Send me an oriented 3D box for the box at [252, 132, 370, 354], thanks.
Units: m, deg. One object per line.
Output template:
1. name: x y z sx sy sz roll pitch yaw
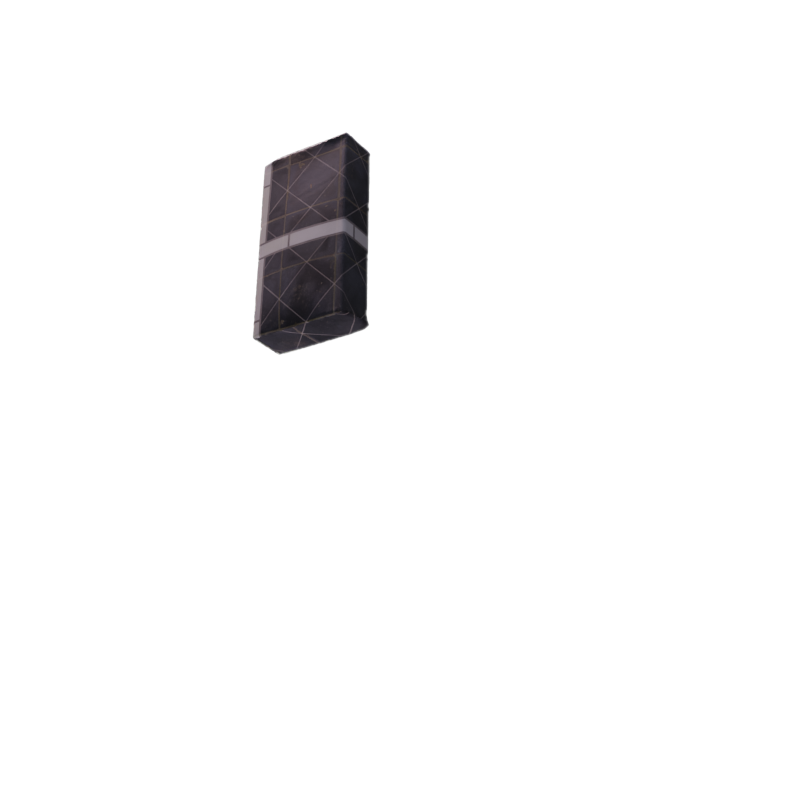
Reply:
1. box: -0.074 -0.135 0.943 0.094 0.187 0.045 -18 -31 28
